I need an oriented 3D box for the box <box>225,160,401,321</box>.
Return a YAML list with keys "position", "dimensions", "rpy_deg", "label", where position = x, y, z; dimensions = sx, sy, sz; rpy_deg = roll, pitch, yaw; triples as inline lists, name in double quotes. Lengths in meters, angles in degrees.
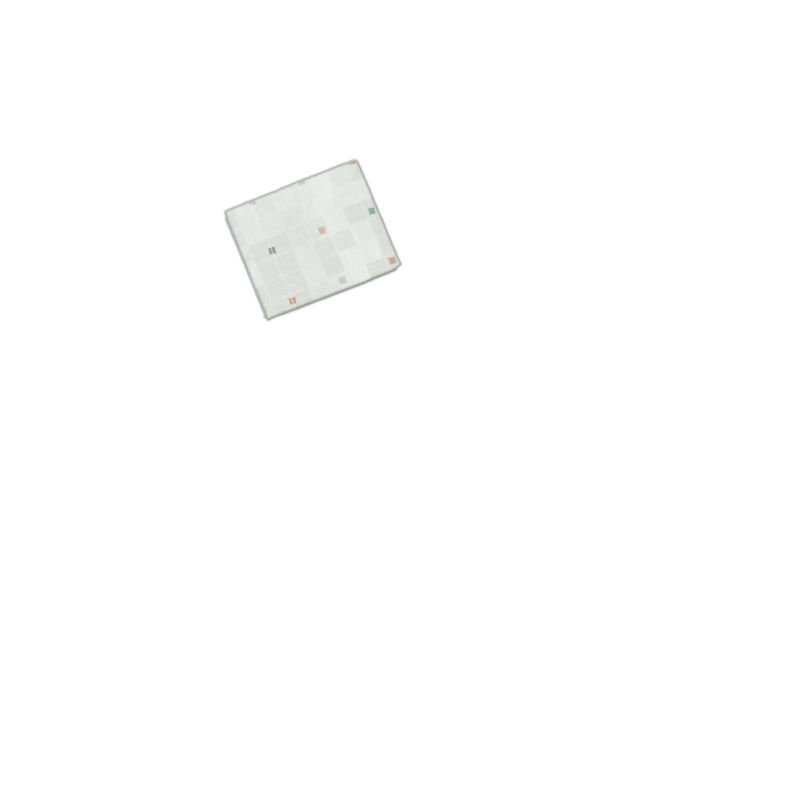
- position: [-0.067, -0.123, 0.861]
  dimensions: [0.113, 0.092, 0.038]
  rpy_deg: [-22, -7, -4]
  label: "box"
